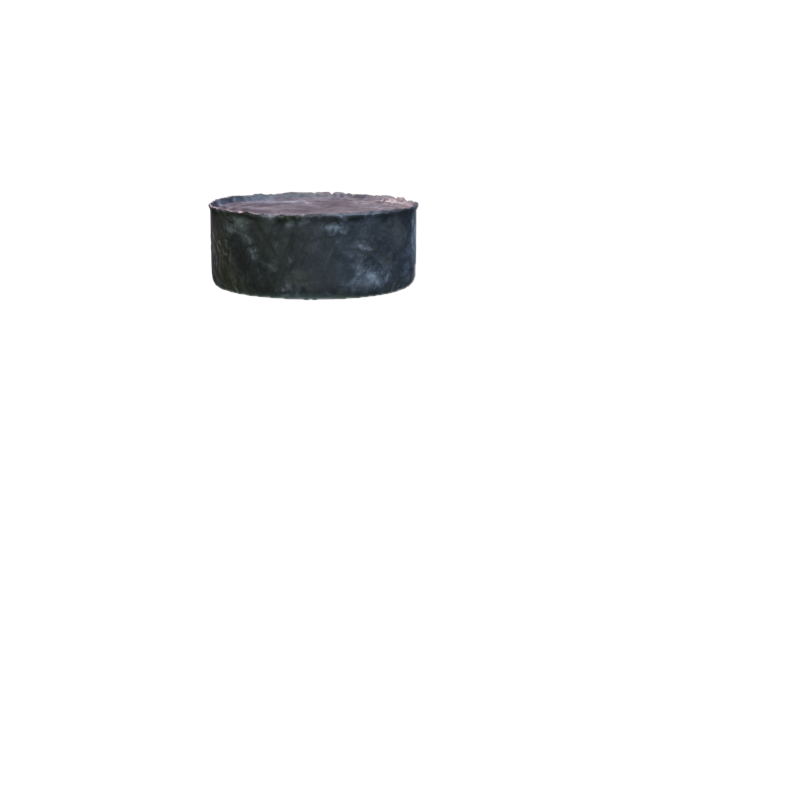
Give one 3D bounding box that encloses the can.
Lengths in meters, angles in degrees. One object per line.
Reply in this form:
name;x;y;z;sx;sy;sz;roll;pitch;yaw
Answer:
can;-0.036;-0.065;0.456;0.086;0.033;0.088;0;15;-2
